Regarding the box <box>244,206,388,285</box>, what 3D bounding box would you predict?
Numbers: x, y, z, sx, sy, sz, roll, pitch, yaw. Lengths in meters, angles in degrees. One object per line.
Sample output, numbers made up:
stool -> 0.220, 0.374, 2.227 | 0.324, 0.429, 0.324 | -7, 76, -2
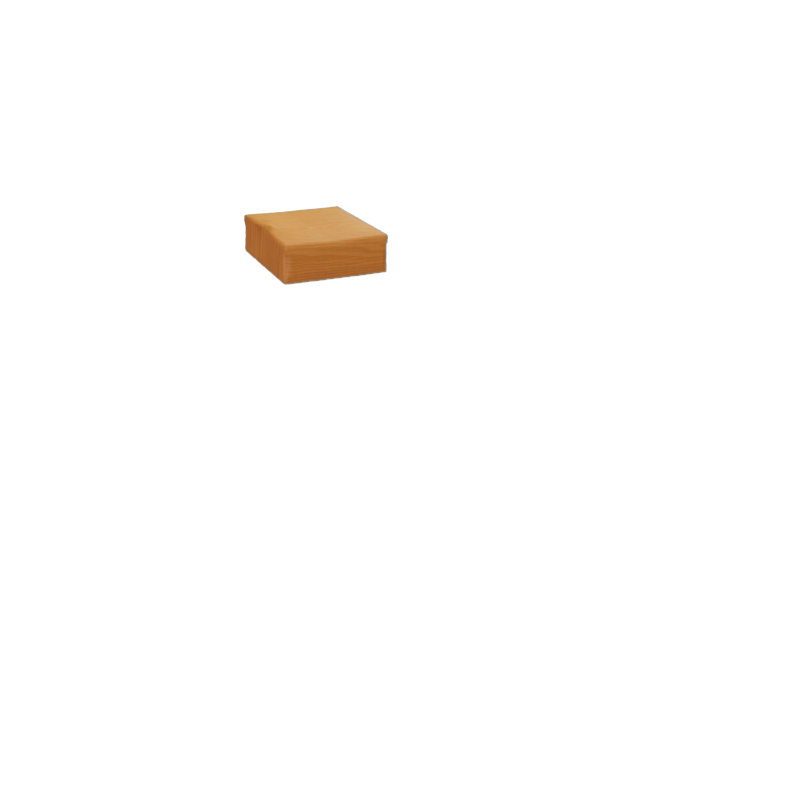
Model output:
box -> -0.059, -0.108, 0.756 | 0.072, 0.029, 0.095 | -9, 24, -21
